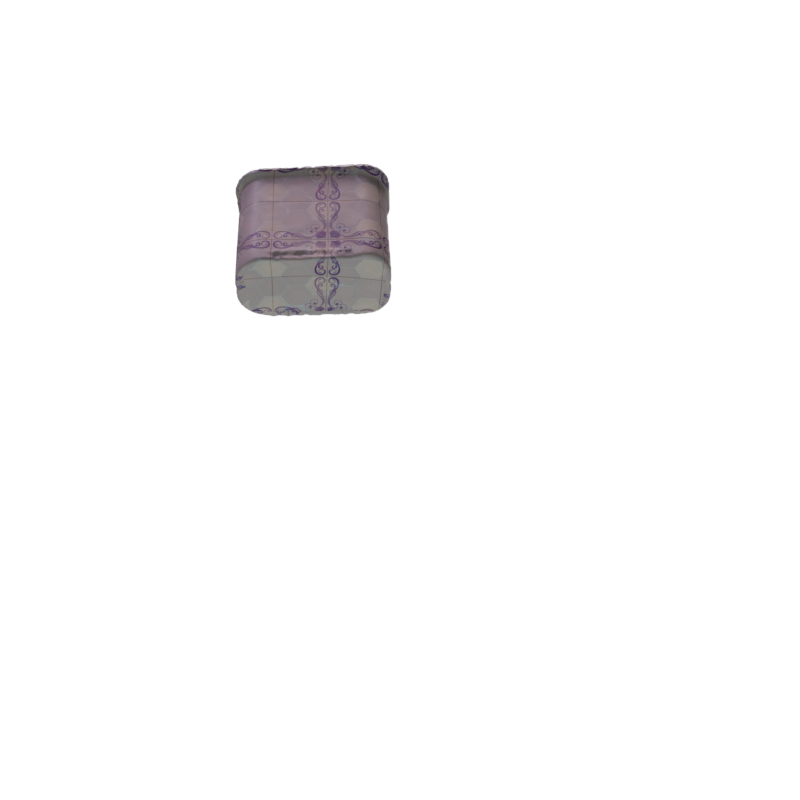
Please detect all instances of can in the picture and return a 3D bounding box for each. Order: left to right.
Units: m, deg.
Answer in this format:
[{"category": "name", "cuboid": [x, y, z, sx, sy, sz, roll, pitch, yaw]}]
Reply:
[{"category": "can", "cuboid": [-0.056, -0.102, 0.712, 0.102, 0.090, 0.053, -2, -41, 1]}]
